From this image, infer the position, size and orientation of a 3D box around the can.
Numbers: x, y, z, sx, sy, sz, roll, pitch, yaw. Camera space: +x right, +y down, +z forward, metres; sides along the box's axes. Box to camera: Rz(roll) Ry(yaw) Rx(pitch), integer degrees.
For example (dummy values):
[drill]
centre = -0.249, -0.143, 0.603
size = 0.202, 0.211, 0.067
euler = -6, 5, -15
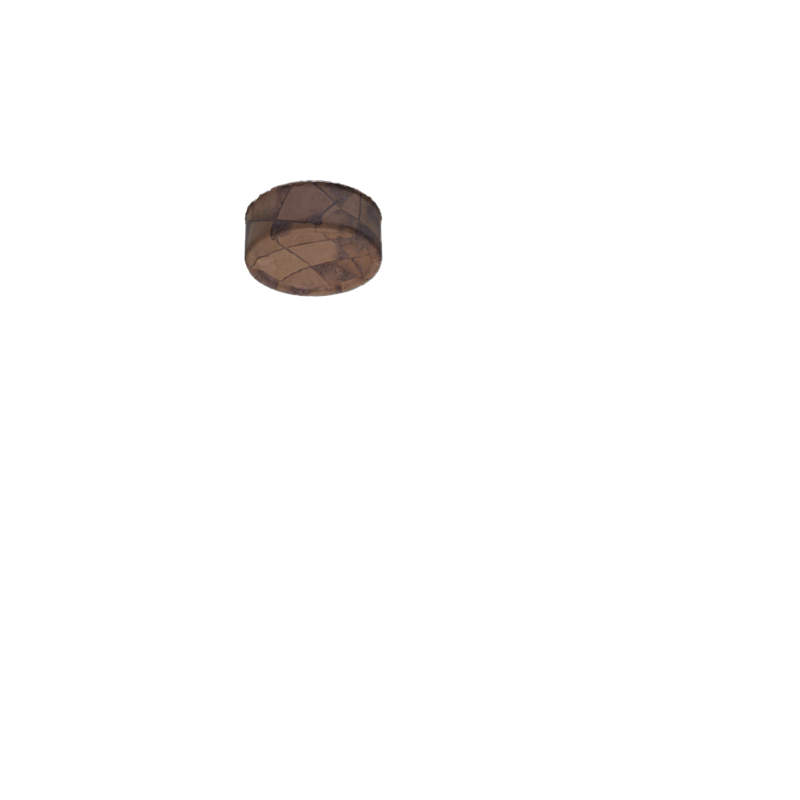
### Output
[can]
centre = -0.054, -0.098, 0.684
size = 0.086, 0.036, 0.081
euler = 1, -26, -2
